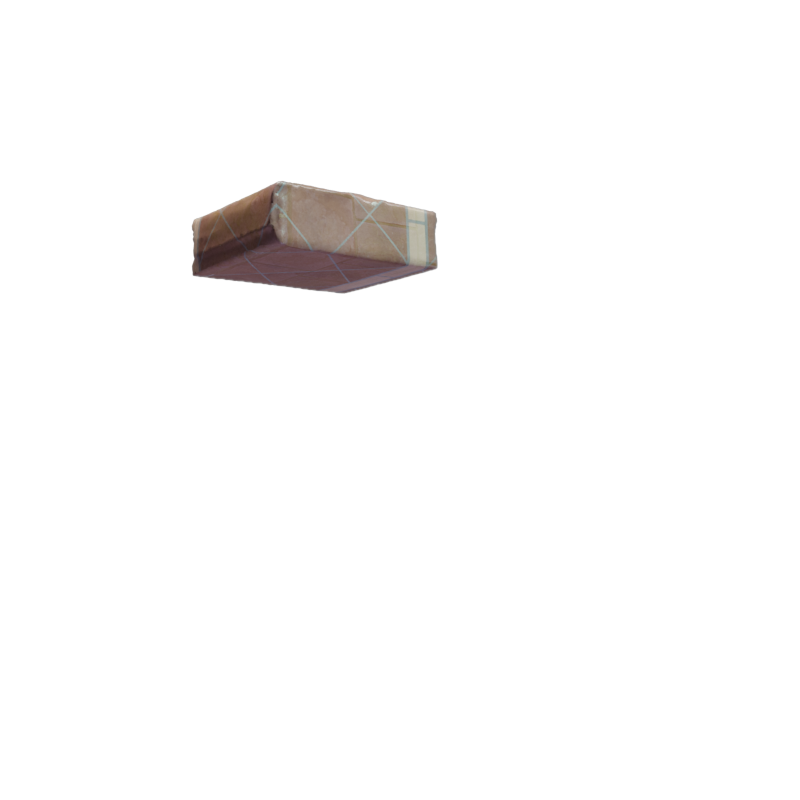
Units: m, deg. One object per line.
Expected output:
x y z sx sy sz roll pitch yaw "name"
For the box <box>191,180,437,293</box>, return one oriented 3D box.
-0.040 -0.072 0.504 0.085 0.031 0.074 5 -9 -36 "box"
